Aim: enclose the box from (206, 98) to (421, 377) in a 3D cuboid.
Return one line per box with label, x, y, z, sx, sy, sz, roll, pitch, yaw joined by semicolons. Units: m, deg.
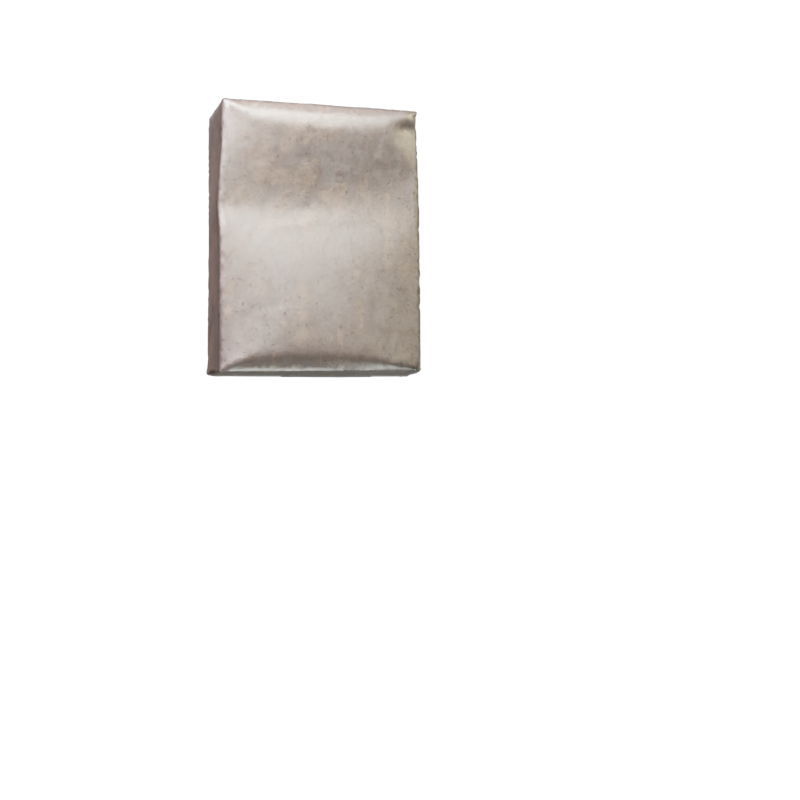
box;-0.069;-0.126;0.884;0.161;0.218;0.072;1;-8;-15
